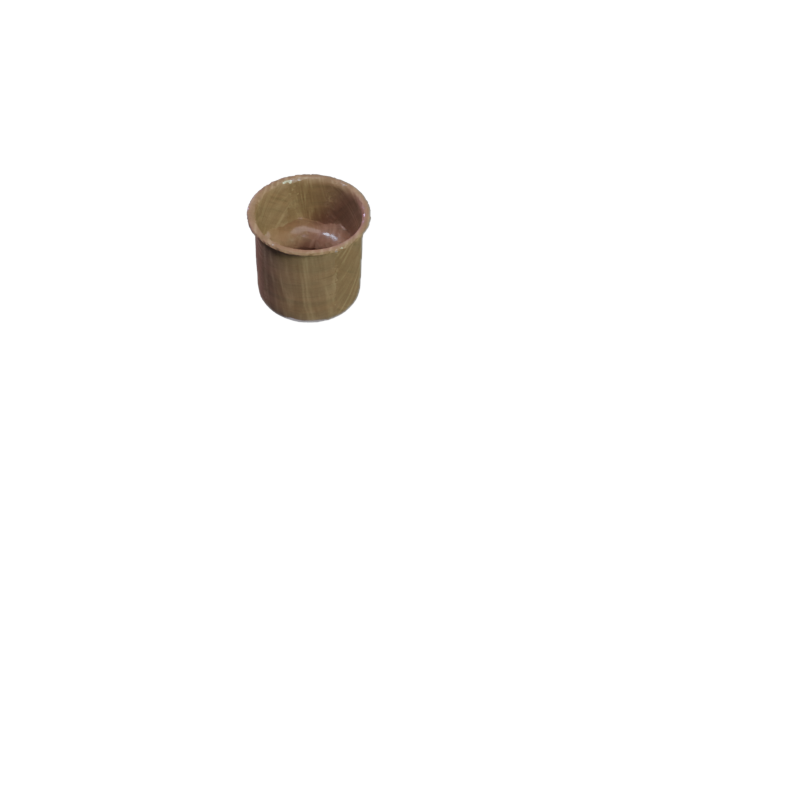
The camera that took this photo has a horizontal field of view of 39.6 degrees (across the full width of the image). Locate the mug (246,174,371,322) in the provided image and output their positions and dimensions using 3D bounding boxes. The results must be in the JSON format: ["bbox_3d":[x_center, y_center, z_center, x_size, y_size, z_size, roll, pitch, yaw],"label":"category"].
[{"bbox_3d":[-0.068,-0.123,0.863,0.095,0.123,0.076,11,-43,8],"label":"mug"}]
